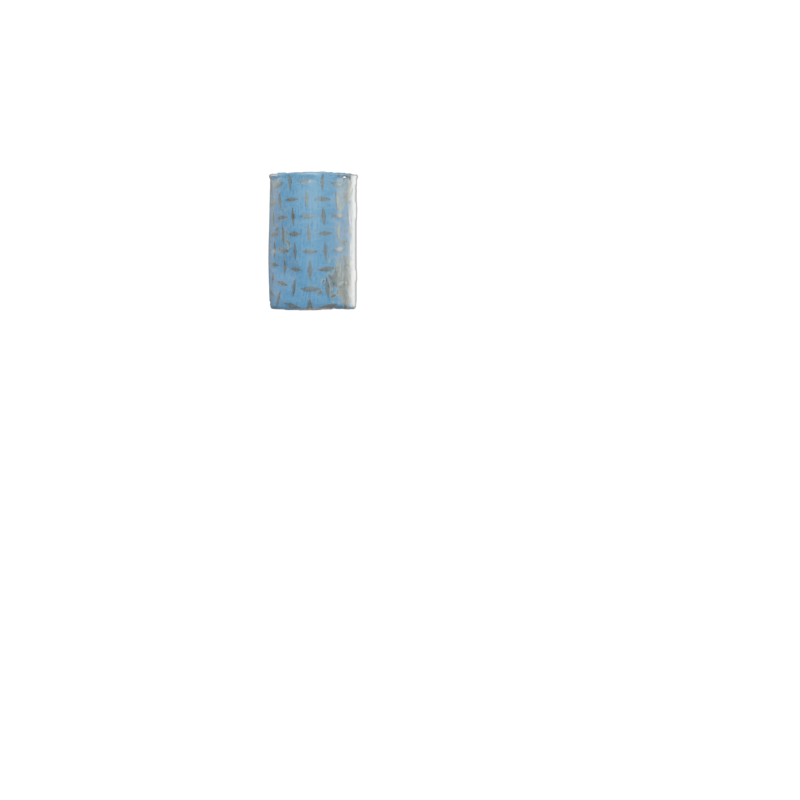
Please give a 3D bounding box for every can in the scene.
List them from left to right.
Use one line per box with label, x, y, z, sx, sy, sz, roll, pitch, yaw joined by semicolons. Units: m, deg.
can;-0.066;-0.120;0.843;0.068;0.102;0.069;0;1;-2
